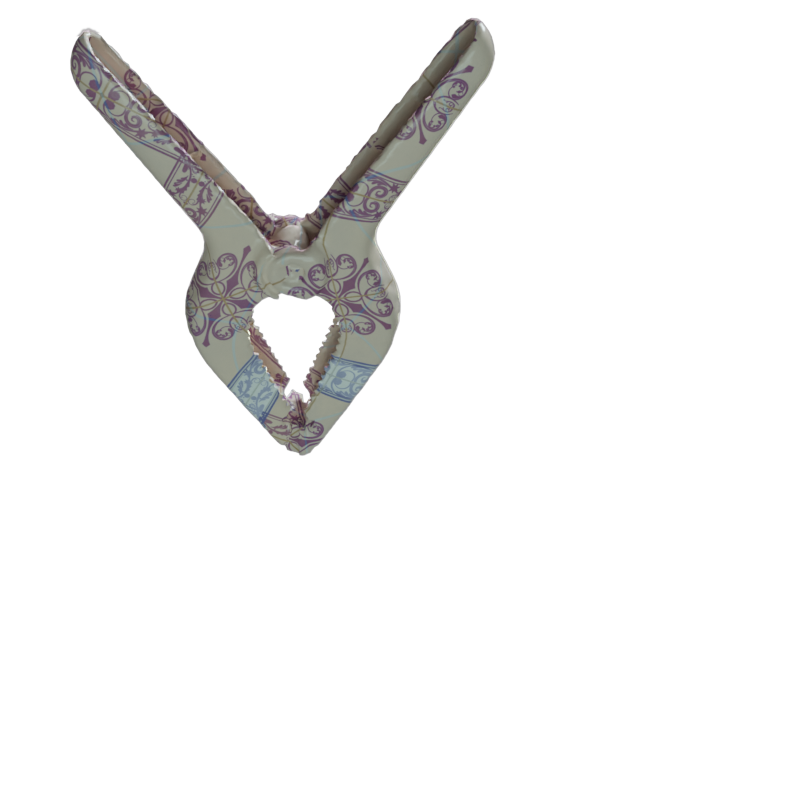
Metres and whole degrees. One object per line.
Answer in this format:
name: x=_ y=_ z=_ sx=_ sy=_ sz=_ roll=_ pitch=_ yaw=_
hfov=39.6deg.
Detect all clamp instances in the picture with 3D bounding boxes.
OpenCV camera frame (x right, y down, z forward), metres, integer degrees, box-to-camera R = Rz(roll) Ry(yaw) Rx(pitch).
clamp: x=-0.037 y=-0.068 z=0.474 sx=0.165 sy=0.196 sz=0.039 roll=-6 pitch=32 yaw=4
